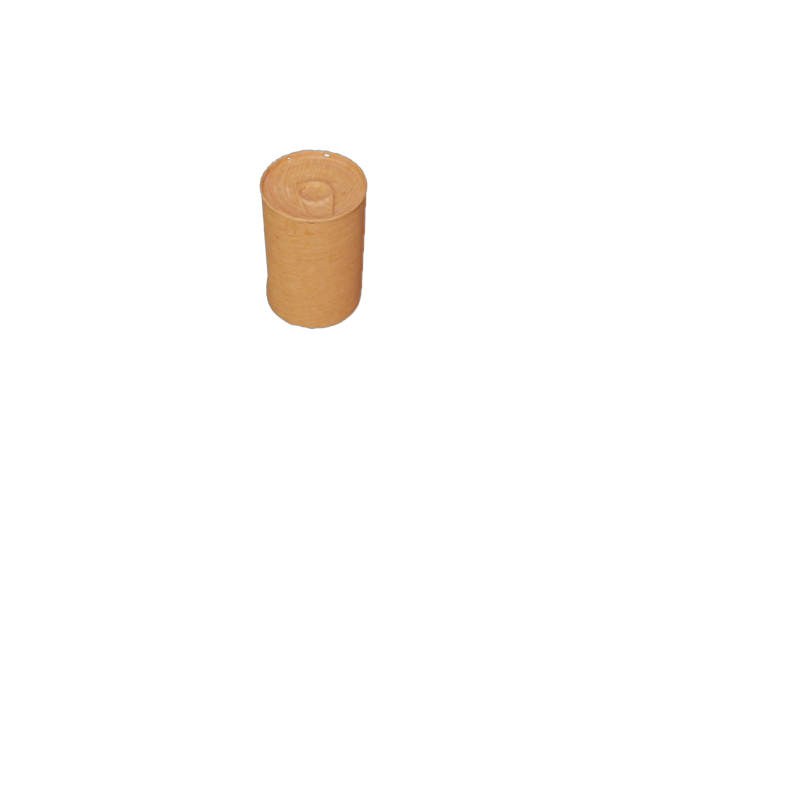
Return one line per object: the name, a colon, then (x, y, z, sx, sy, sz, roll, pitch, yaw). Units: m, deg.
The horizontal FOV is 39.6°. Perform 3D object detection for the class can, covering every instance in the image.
can: (-0.057, -0.104, 0.730, 0.068, 0.074, 0.095, 0, -42, -3)
